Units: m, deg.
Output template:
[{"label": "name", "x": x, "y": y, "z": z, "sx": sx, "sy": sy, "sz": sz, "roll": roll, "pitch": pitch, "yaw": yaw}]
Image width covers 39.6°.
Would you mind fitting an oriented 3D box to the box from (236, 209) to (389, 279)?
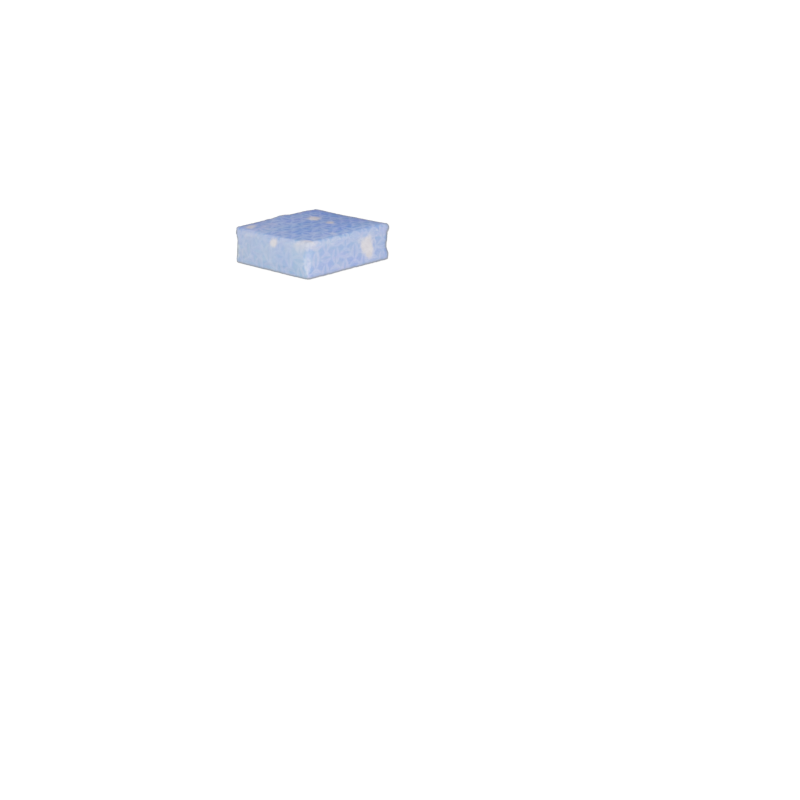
[{"label": "box", "x": -0.063, "y": -0.115, "z": 0.806, "sx": 0.077, "sy": 0.029, "sz": 0.088, "roll": 17, "pitch": 27, "yaw": 38}]
